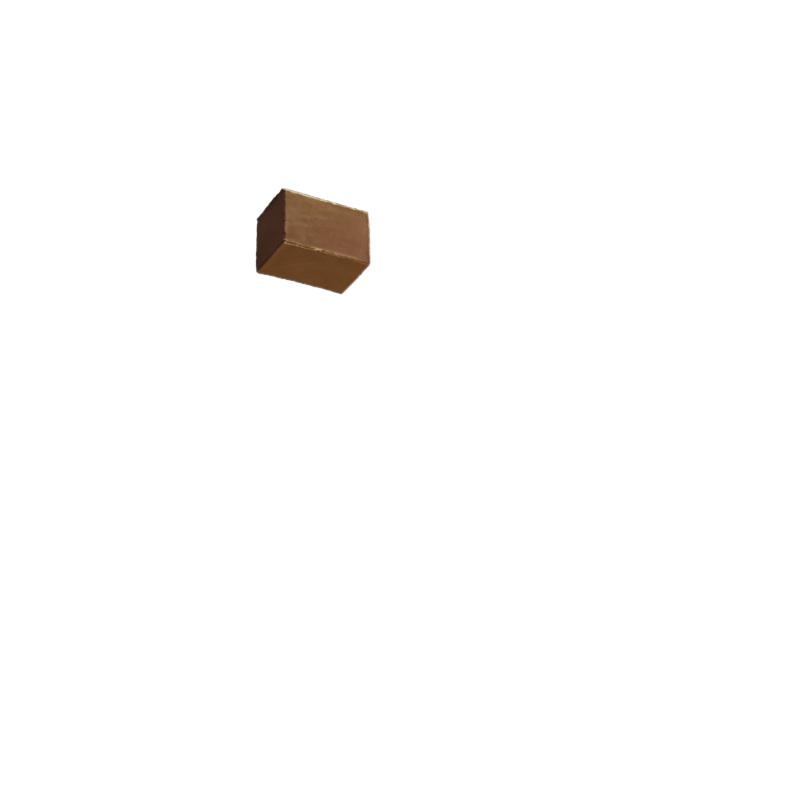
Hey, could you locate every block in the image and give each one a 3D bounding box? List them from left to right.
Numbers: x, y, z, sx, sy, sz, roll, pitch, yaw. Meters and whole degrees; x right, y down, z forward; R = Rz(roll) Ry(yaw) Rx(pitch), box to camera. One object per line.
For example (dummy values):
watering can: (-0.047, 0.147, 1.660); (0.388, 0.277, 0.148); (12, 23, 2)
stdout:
block: (-0.068, -0.125, 0.875); (0.075, 0.055, 0.052); (14, -33, -25)
